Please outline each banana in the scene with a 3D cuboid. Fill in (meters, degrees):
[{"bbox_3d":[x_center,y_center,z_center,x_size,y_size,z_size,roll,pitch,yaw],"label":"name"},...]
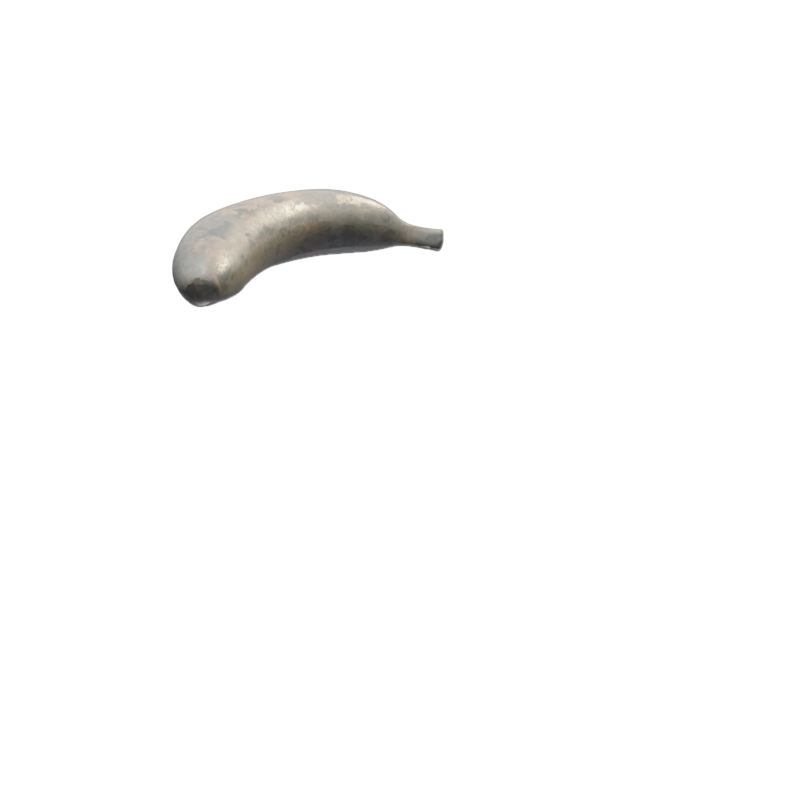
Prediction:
[{"bbox_3d":[-0.055,-0.080,0.542,0.073,0.035,0.195,11,21,32],"label":"banana"}]
